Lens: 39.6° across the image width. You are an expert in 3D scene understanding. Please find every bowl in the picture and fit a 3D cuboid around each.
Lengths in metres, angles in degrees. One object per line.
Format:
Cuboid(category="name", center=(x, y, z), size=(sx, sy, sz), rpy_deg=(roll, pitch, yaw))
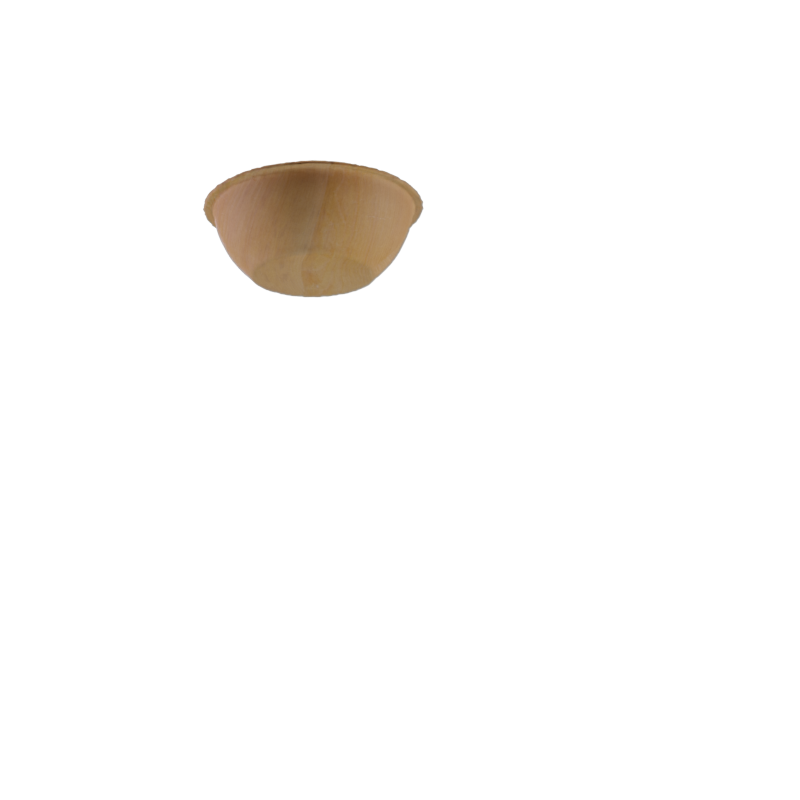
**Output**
Cuboid(category="bowl", center=(-0.063, -0.116, 0.810), size=(0.162, 0.058, 0.155), rpy_deg=(0, -16, -2))
